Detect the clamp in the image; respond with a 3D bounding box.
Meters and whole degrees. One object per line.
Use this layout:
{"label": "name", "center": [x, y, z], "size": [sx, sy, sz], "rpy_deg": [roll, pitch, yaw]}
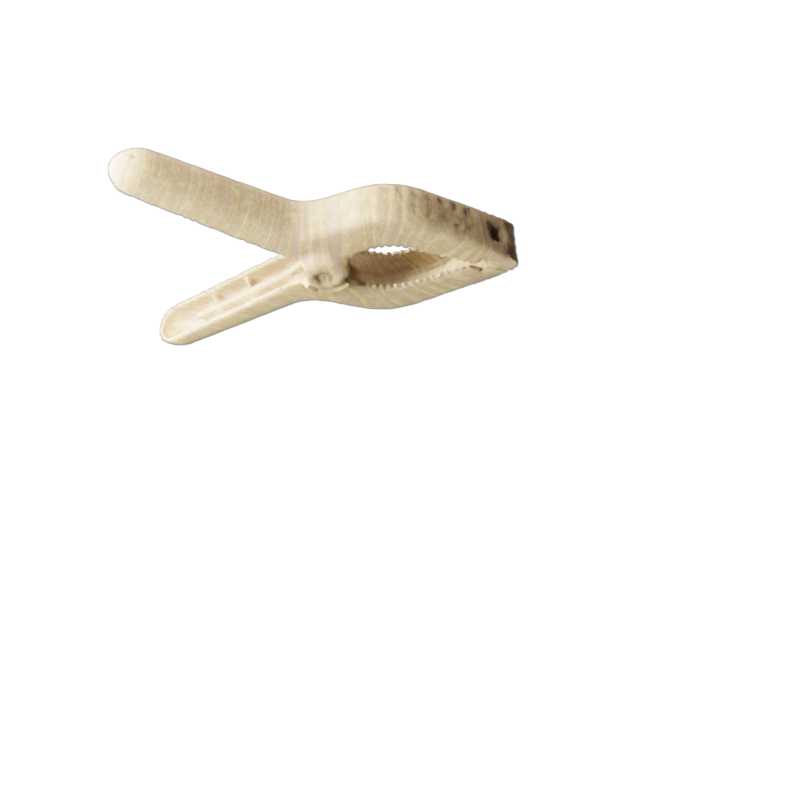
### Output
{"label": "clamp", "center": [-0.046, -0.083, 0.582], "size": [0.212, 0.039, 0.153], "rpy_deg": [-4, -28, 7]}
